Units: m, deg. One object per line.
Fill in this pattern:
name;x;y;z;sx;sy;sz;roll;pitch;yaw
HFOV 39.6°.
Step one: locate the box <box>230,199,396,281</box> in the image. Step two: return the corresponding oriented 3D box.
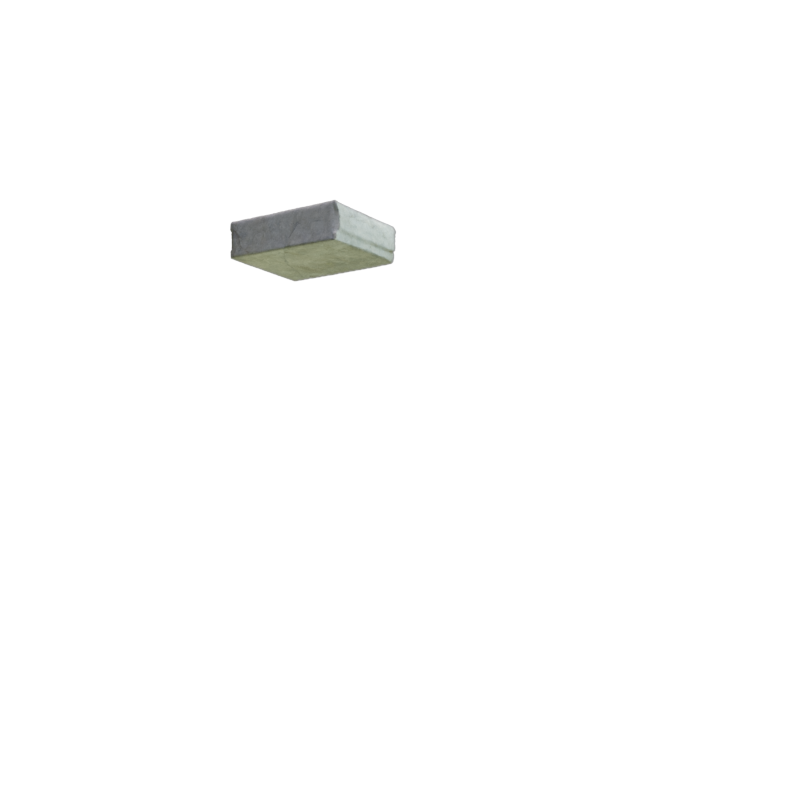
box;-0.059;-0.108;0.753;0.091;0.031;0.069;-6;-12;33
